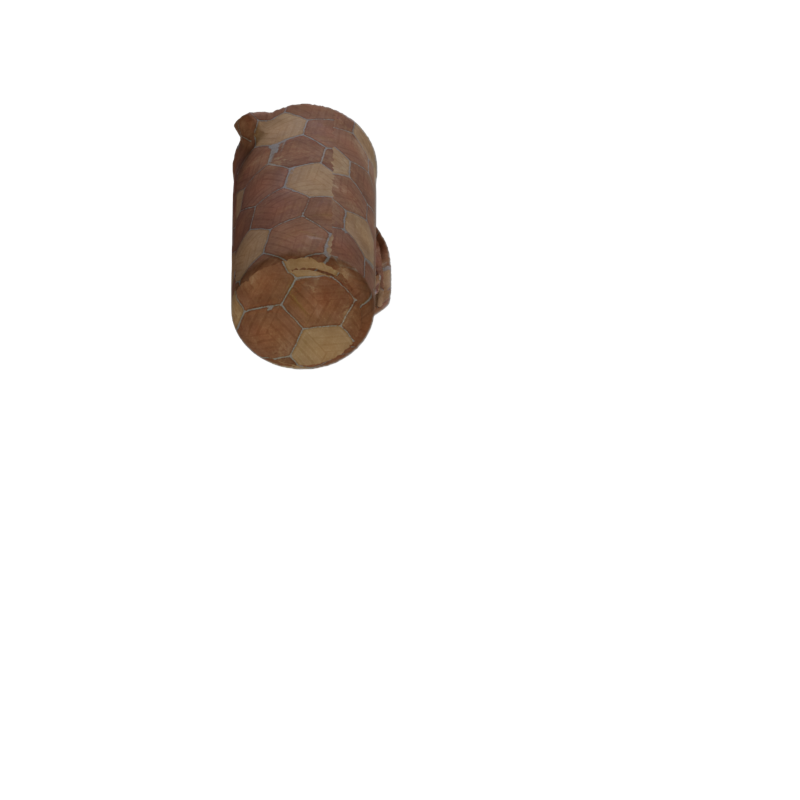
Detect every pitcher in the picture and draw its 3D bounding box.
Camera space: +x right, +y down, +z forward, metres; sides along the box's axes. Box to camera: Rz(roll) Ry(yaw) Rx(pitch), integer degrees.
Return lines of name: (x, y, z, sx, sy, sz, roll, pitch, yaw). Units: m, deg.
pitcher: (-0.072, -0.132, 0.926, 0.148, 0.136, 0.260, 2, 37, -5)
